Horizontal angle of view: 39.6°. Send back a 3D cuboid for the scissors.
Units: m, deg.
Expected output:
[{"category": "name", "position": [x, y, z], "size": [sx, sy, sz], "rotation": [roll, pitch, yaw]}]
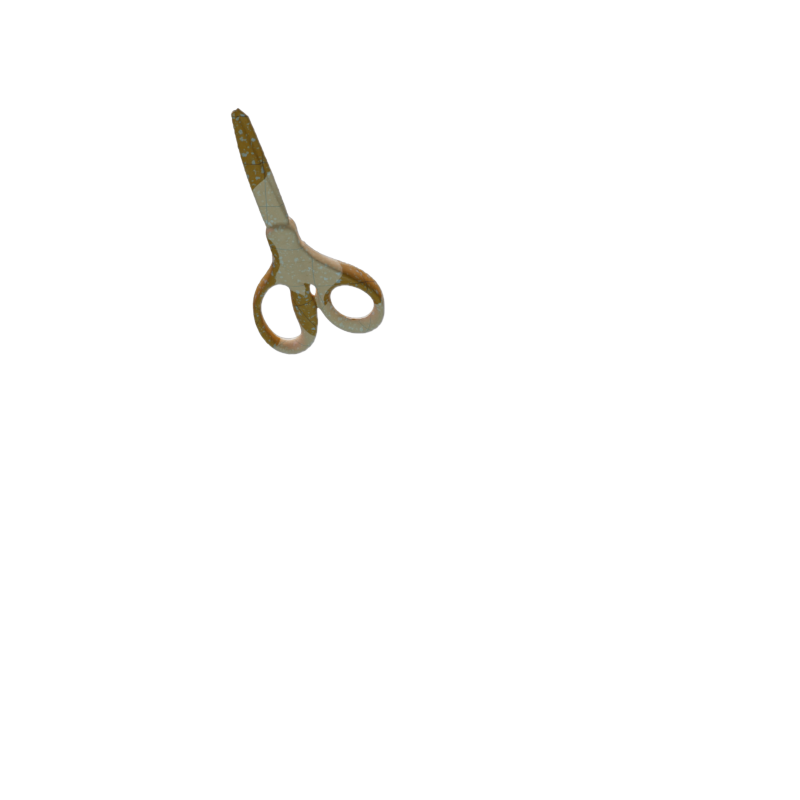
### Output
[{"category": "scissors", "position": [-0.054, -0.098, 0.689], "size": [0.096, 0.017, 0.188], "rotation": [3, -42, -3]}]
